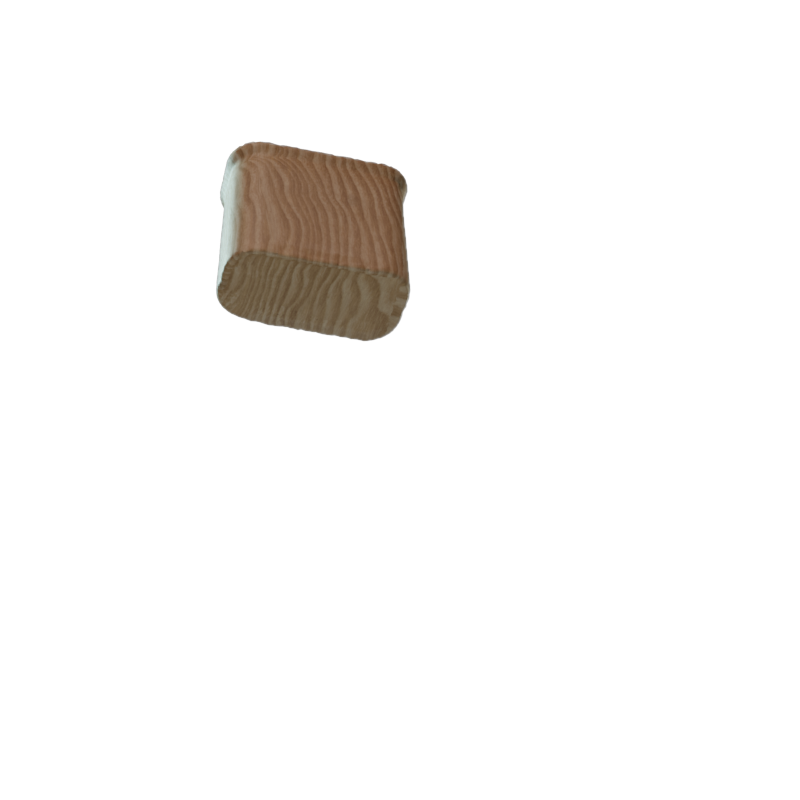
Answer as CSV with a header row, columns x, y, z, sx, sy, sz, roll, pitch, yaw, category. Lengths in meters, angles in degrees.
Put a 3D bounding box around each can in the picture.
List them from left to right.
x,y,z,sx,sy,sz,roll,pitch,yaw,category
-0.046,-0.084,0.588,0.100,0.090,0.054,9,-45,-11,can
